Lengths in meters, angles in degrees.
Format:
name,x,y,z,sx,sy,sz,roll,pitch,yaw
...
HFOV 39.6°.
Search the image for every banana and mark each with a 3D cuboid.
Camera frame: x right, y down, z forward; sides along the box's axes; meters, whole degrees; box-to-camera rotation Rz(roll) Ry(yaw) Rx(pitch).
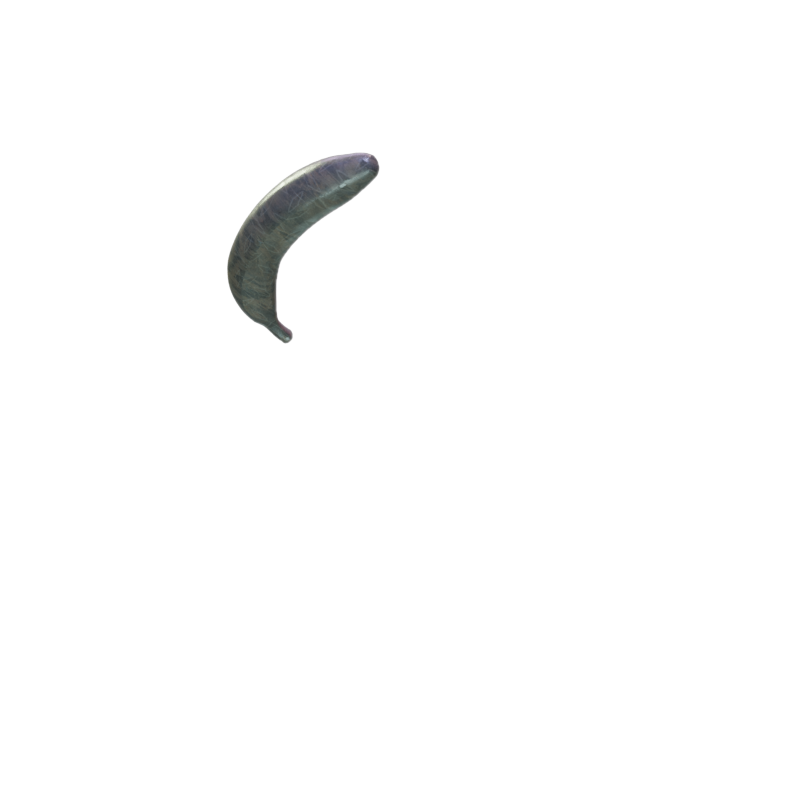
name,x,y,z,sx,sy,sz,roll,pitch,yaw
banana,-0.080,-0.114,0.787,0.068,0.039,0.190,13,-39,-18
